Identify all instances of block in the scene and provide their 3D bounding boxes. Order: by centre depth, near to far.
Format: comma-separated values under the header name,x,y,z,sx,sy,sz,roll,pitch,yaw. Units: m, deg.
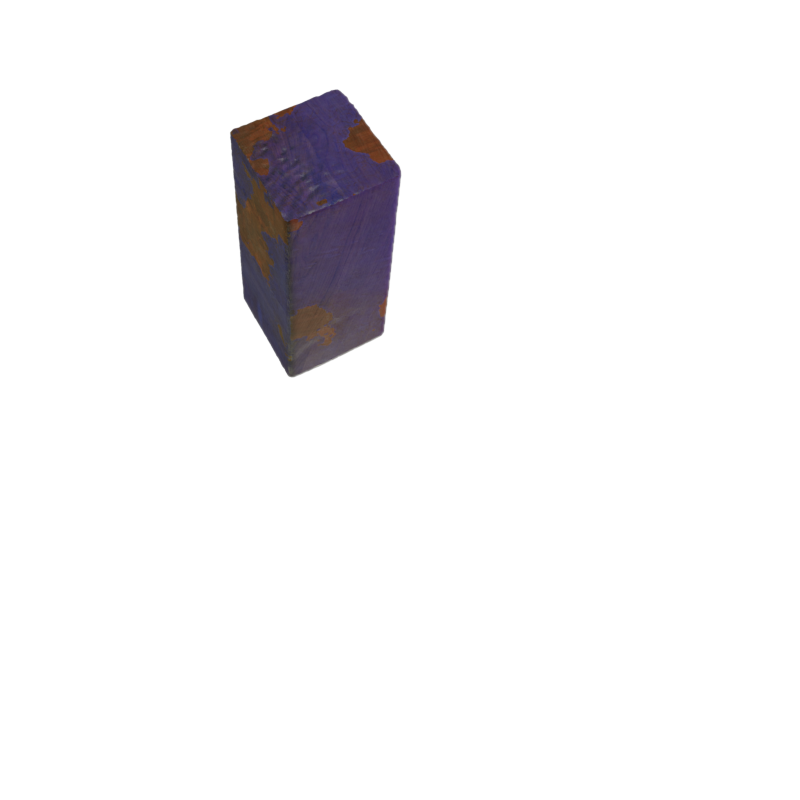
name,x,y,z,sx,sy,sz,roll,pitch,yaw
block,-0.064,-0.118,0.827,0.090,0.097,0.193,-24,-27,-17
